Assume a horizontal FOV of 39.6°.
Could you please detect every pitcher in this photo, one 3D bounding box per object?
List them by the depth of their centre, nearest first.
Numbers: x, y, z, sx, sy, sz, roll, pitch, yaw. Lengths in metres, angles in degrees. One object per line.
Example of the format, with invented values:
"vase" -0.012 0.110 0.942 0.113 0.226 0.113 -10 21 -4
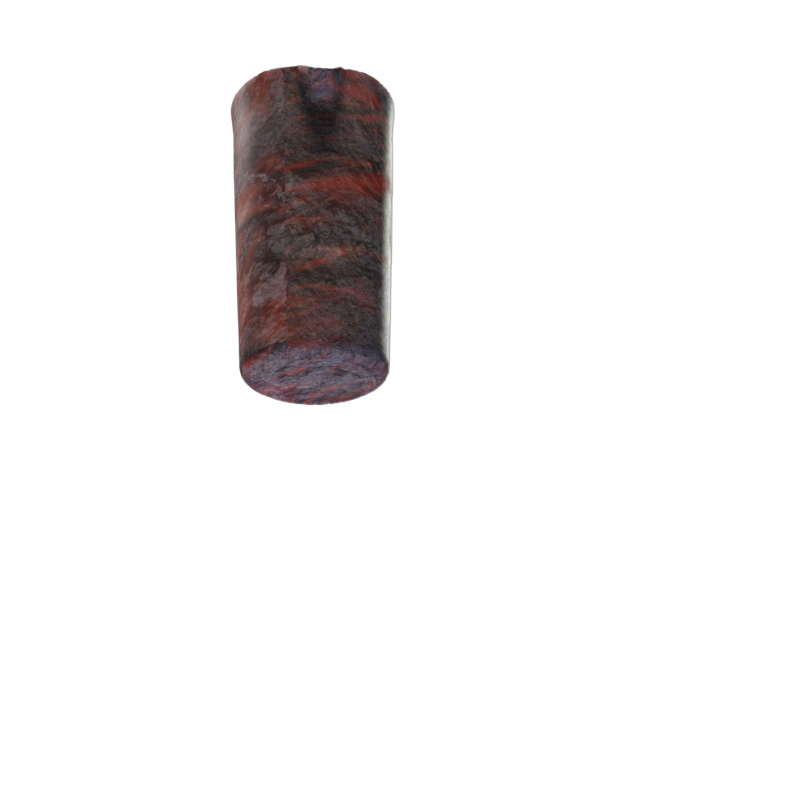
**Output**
"pitcher" -0.067 -0.122 0.855 0.146 0.258 0.139 -19 -31 32
